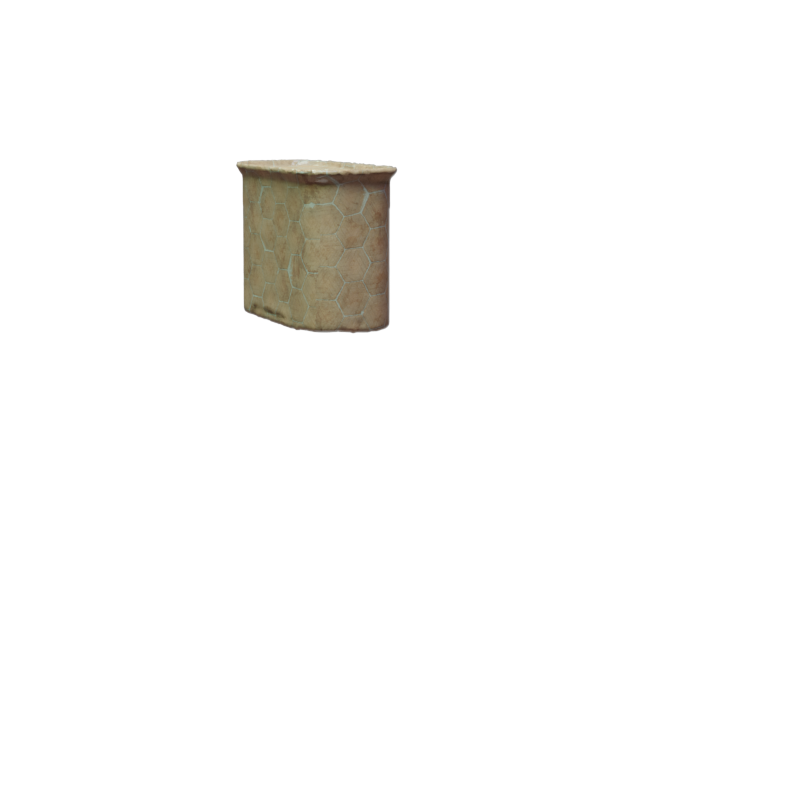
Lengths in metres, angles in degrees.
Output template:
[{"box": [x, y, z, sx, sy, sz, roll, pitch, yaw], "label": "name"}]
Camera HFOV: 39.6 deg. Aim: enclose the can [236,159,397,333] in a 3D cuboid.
[{"box": [-0.046, -0.085, 0.594, 0.056, 0.082, 0.107, -5, 13, -31], "label": "can"}]
